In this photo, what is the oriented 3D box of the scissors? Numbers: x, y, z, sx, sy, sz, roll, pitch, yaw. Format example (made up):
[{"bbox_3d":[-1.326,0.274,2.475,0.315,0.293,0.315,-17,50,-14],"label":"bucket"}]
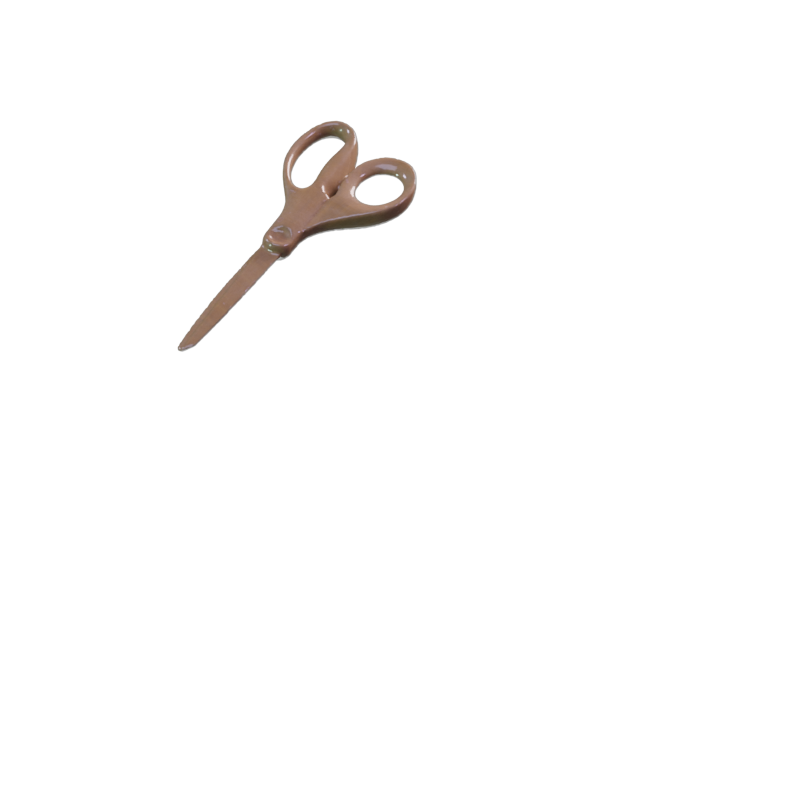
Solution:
[{"bbox_3d":[-0.053,-0.097,0.676,0.098,0.212,0.015,13,-36,9],"label":"scissors"}]
